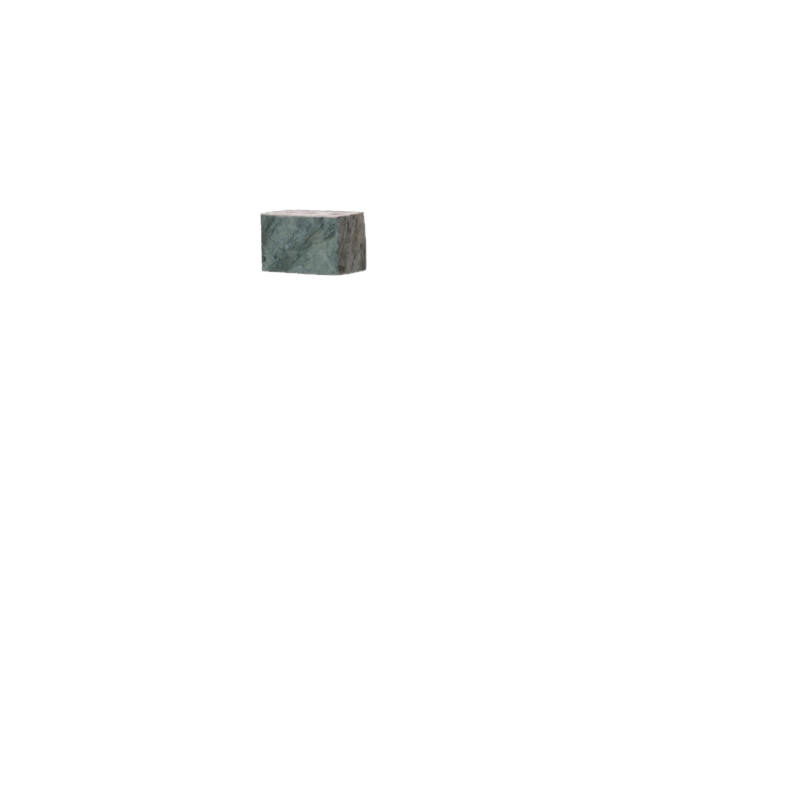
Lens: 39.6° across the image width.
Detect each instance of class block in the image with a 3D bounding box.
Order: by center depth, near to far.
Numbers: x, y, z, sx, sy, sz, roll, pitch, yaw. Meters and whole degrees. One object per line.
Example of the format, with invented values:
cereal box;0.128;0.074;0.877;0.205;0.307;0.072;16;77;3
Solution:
block;-0.074;-0.136;0.951;0.081;0.050;0.052;6;11;27
